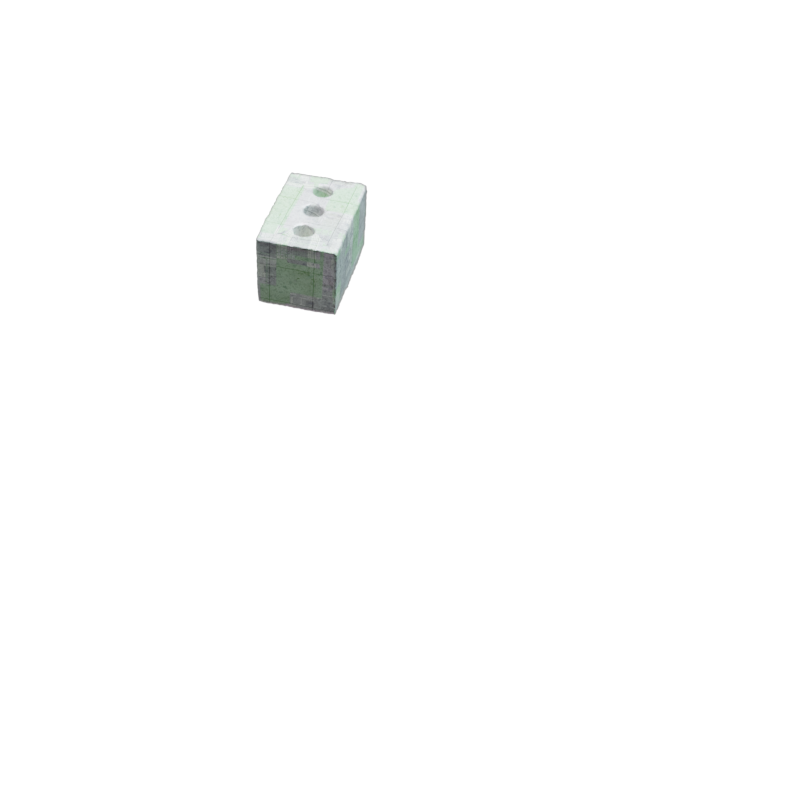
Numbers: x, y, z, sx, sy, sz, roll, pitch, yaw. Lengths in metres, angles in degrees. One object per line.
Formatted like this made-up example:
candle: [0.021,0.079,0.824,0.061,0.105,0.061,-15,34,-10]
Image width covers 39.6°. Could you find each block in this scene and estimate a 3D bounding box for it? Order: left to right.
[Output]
block: [-0.055,-0.101,0.706,0.054,0.048,0.082,9,42,8]
